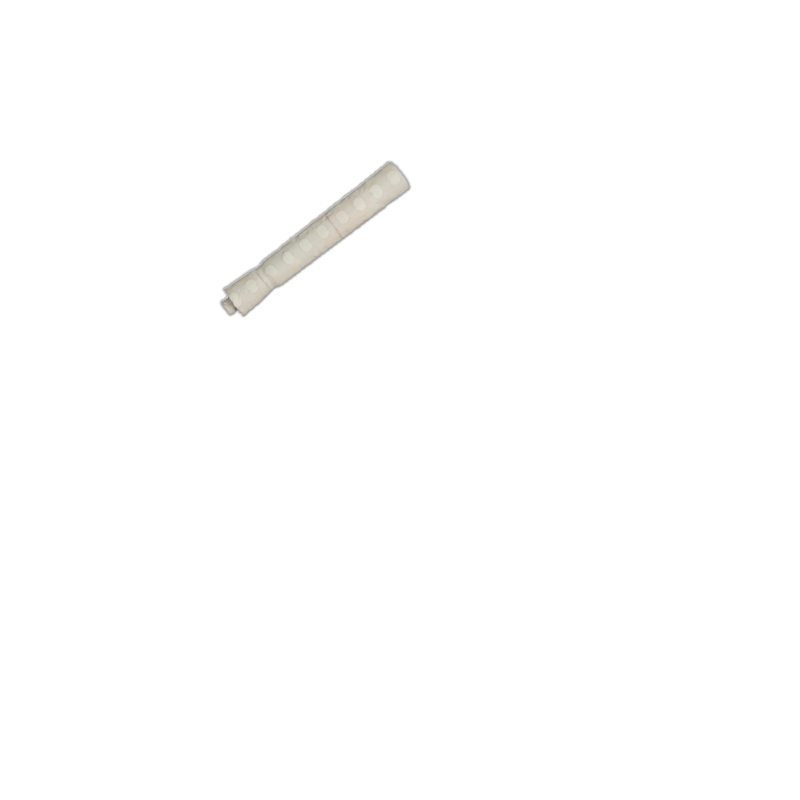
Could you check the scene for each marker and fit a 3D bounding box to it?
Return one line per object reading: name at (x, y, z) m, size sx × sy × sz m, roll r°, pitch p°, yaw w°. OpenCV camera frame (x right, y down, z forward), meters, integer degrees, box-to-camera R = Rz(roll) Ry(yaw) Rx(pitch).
marker at (-0.047, -0.086, 0.606) m, size 0.121 × 0.020 × 0.020 m, roll -38°, pitch 7°, yaw -3°
